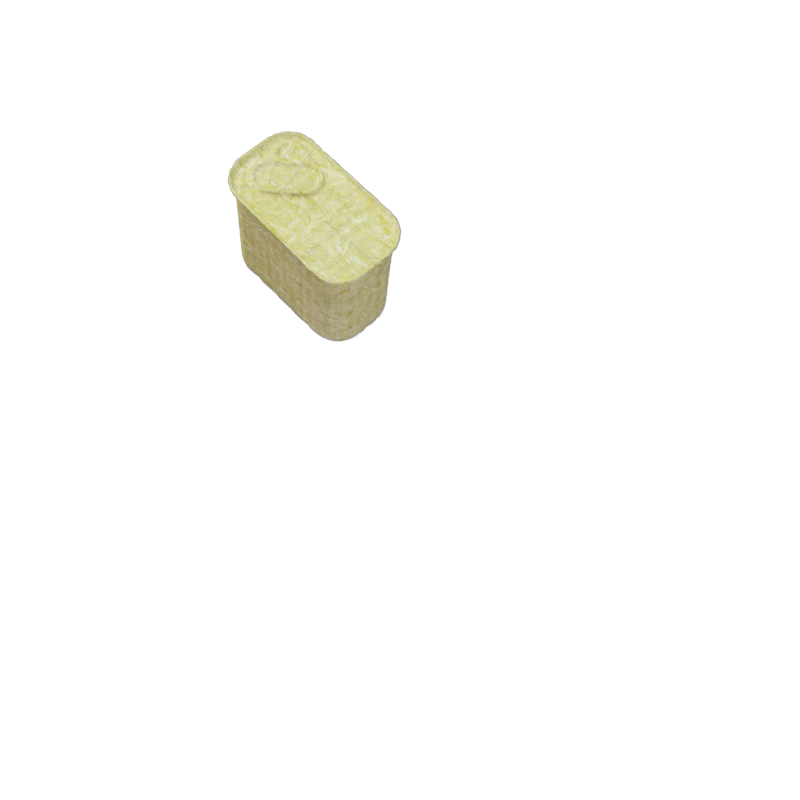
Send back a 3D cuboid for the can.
[{"bbox_3d":[-0.050,-0.092,0.641,0.058,0.107,0.079,-39,-20,-19],"label":"can"}]
